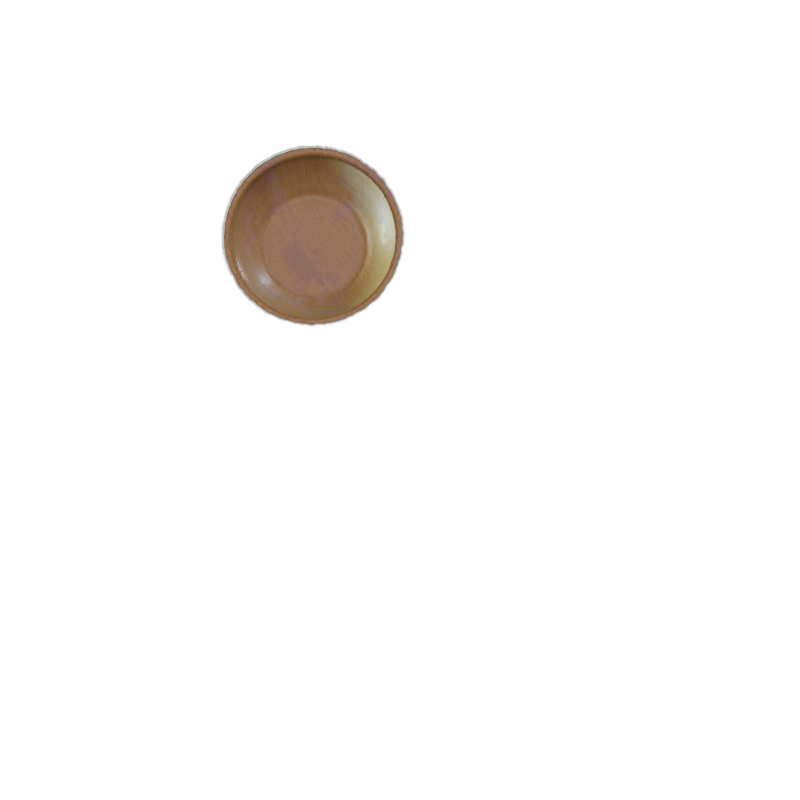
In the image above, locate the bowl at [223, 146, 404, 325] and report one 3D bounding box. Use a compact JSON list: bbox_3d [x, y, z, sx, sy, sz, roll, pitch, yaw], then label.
[{"bbox_3d":[-0.076,-0.138,0.968,0.162,0.158,0.056,0,11,-1],"label":"bowl"}]
